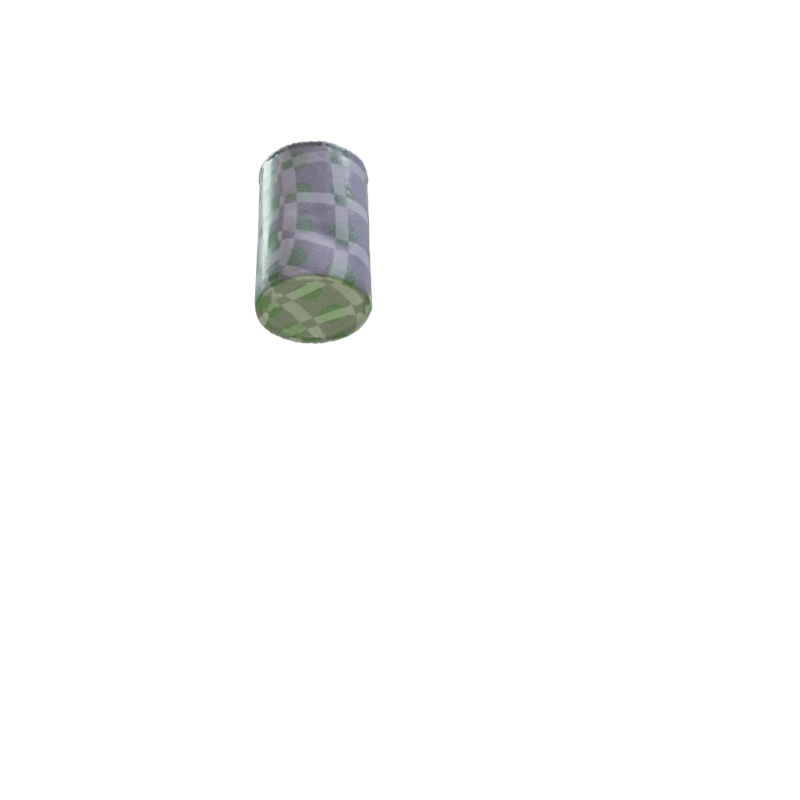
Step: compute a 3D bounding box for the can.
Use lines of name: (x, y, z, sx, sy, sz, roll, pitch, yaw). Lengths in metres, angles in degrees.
can: (-0.051, -0.094, 0.655, 0.068, 0.109, 0.064, -1, -36, -2)
